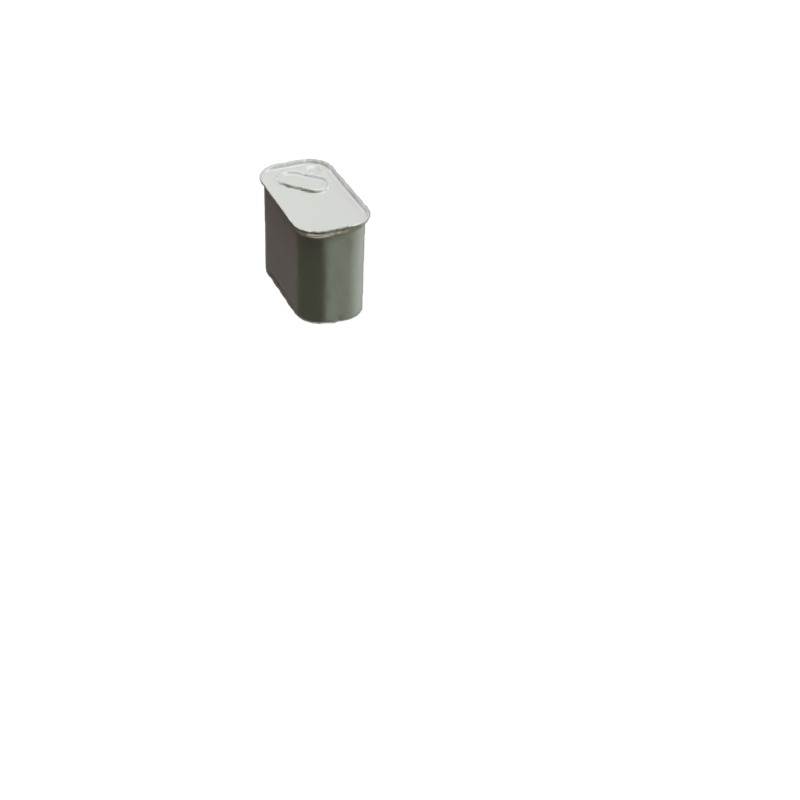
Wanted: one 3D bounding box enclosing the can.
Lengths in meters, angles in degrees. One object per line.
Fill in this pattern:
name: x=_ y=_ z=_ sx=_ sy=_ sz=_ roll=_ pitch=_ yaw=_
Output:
can: x=-0.064 y=-0.117 z=0.816 sx=0.057 sy=0.078 sz=0.110 roll=-13 pitch=40 yaw=-20
